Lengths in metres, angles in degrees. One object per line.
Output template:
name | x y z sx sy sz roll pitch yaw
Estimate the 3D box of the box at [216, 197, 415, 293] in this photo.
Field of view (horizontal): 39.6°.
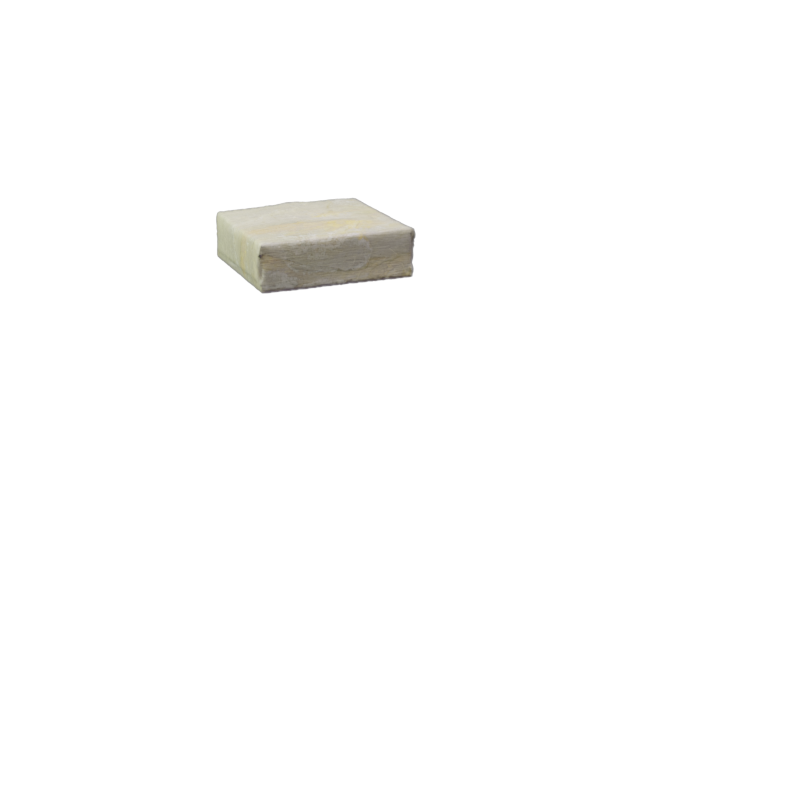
box | -0.047 -0.086 0.601 0.087 0.029 0.078 -10 24 -23
